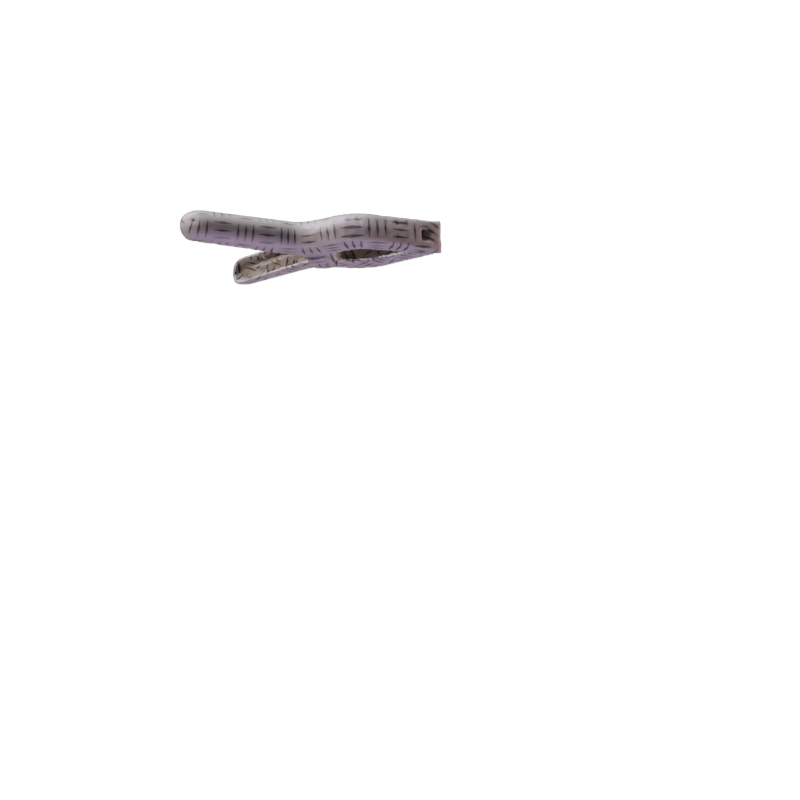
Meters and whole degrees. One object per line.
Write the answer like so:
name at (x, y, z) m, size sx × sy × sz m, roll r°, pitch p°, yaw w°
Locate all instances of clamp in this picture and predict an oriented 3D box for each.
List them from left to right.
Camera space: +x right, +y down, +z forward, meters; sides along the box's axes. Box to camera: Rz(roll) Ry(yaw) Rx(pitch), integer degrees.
clamp at (-0.073, -0.133, 0.935) m, size 0.214 × 0.037 × 0.157 m, roll -3°, pitch -9°, yaw 17°
